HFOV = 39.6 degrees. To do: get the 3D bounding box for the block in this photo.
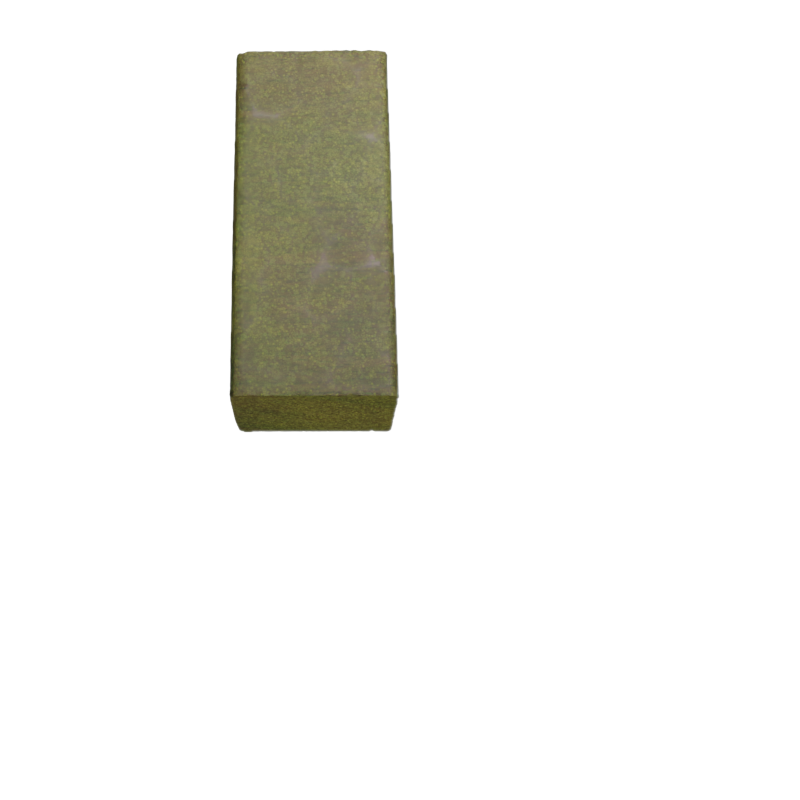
[{"bbox_3d":[-0.051,-0.093,0.649,0.091,0.216,0.086,-1,-20,-2],"label":"block"}]
